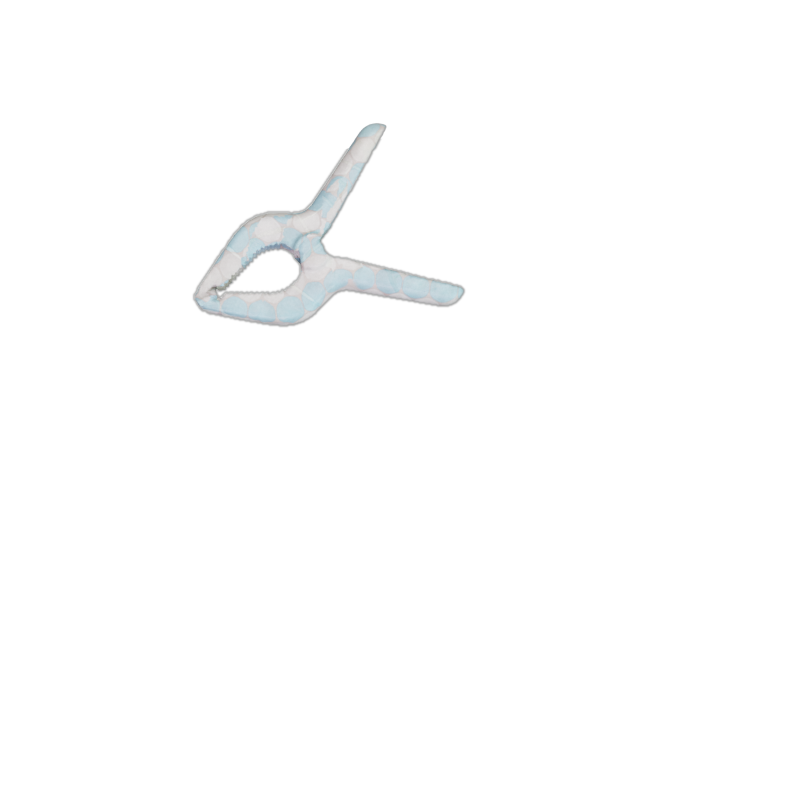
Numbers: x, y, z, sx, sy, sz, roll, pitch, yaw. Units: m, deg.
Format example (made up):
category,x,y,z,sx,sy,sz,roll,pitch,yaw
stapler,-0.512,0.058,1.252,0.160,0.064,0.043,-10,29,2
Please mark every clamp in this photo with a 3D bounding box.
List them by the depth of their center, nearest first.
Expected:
category,x,y,z,sx,sy,sz,roll,pitch,yaw
clamp,-0.071,-0.129,0.906,0.209,0.171,0.035,-17,-13,-4
